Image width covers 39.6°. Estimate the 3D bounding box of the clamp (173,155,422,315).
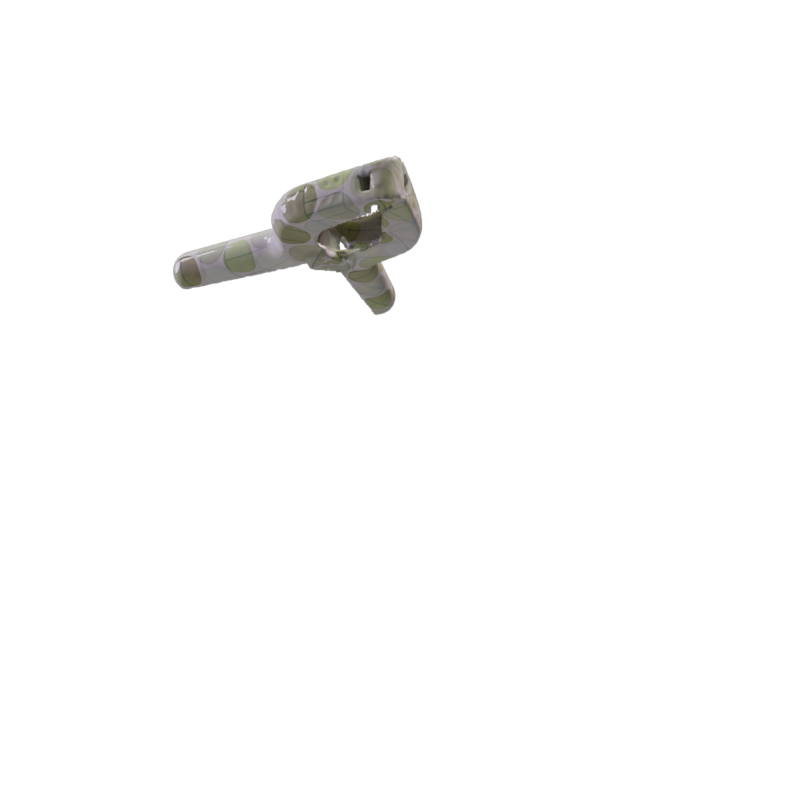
[{"bbox_3d":[-0.056,-0.102,0.718,0.161,0.038,0.205,4,-16,-15],"label":"clamp"}]
